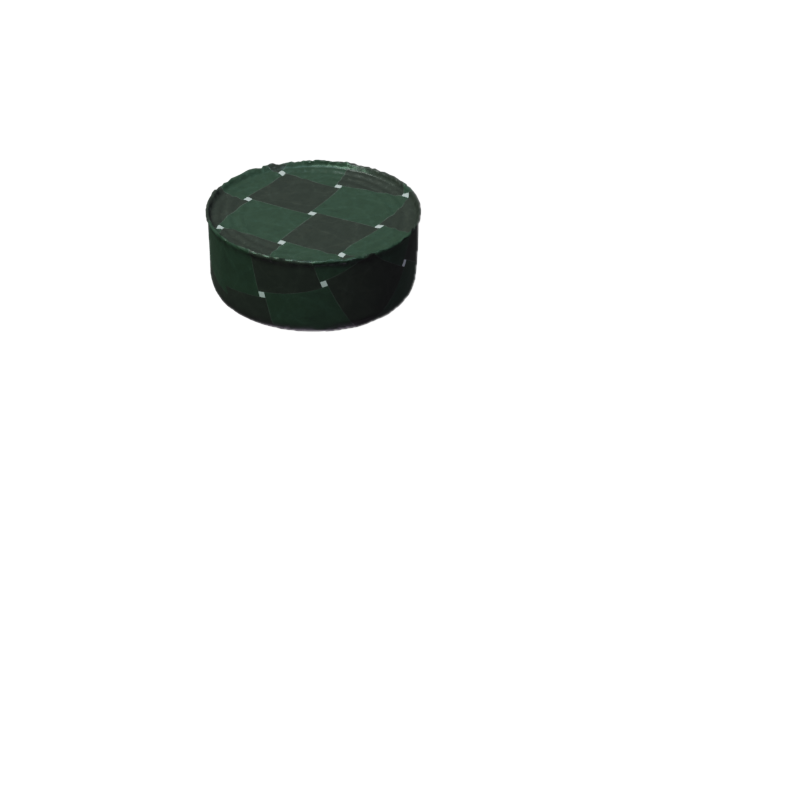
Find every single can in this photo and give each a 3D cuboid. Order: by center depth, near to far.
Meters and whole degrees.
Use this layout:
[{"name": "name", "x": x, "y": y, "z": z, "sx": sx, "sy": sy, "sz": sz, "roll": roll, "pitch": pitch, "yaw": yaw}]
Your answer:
[{"name": "can", "x": -0.035, "y": -0.064, "z": 0.449, "sx": 0.086, "sy": 0.031, "sz": 0.092, "roll": -1, "pitch": 35, "yaw": -2}]
